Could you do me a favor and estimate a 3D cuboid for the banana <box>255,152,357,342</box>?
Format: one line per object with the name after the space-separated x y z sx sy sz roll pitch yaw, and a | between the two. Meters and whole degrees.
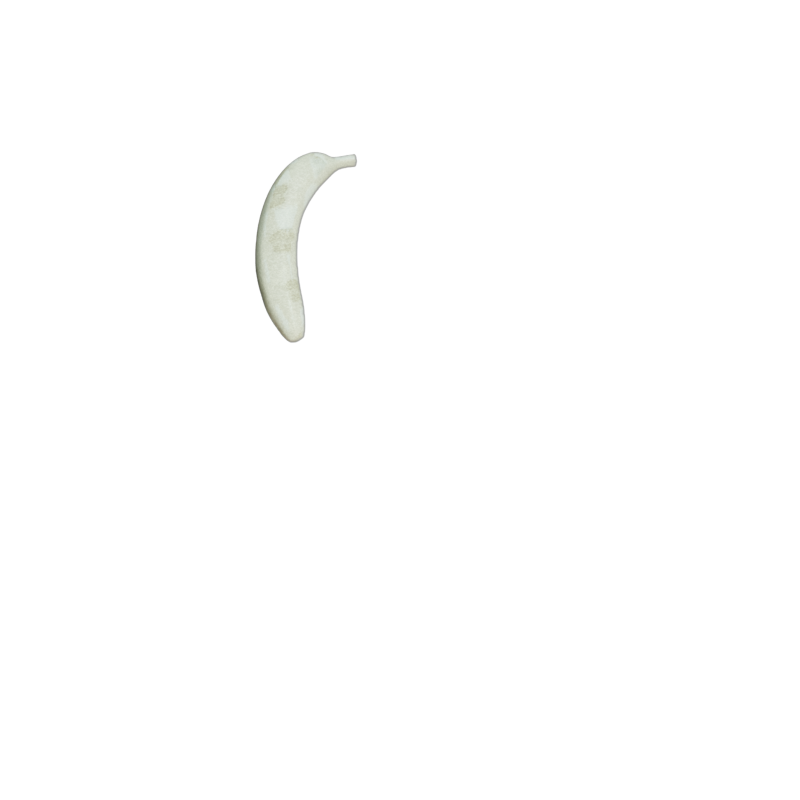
-0.094 -0.149 0.990 0.070 0.206 0.035 13 -24 5 | banana
